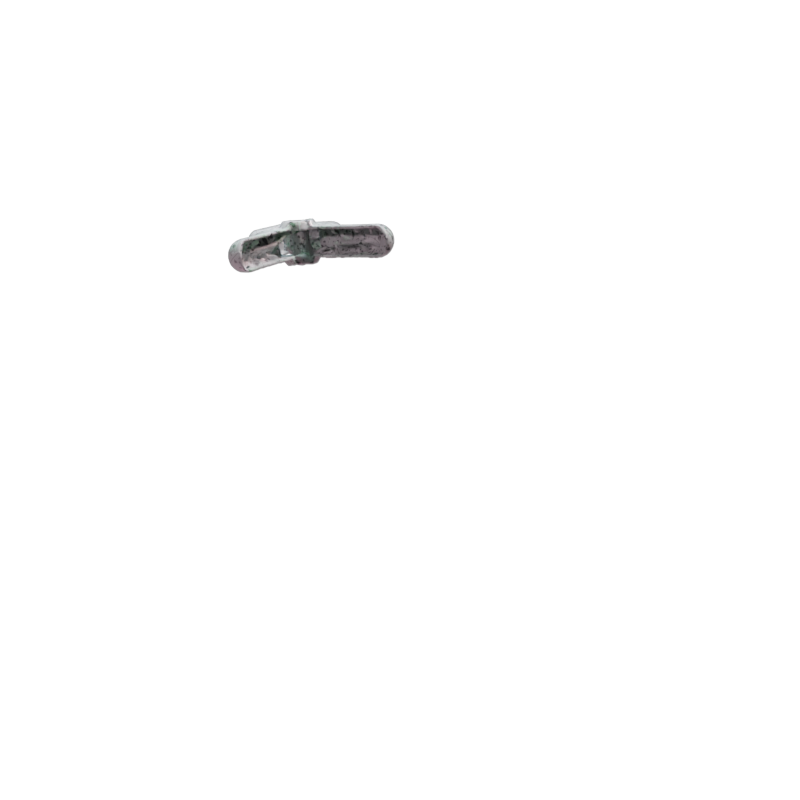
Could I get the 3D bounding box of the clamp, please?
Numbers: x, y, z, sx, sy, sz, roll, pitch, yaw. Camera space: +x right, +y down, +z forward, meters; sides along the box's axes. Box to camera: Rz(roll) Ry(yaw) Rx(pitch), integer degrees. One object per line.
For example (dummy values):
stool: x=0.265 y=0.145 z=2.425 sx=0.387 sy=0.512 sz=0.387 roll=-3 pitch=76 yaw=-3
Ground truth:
clamp: x=-0.068 y=-0.124 z=0.869 sx=0.120 sy=0.038 sz=0.176 roll=0 pitch=14 yaw=-2
